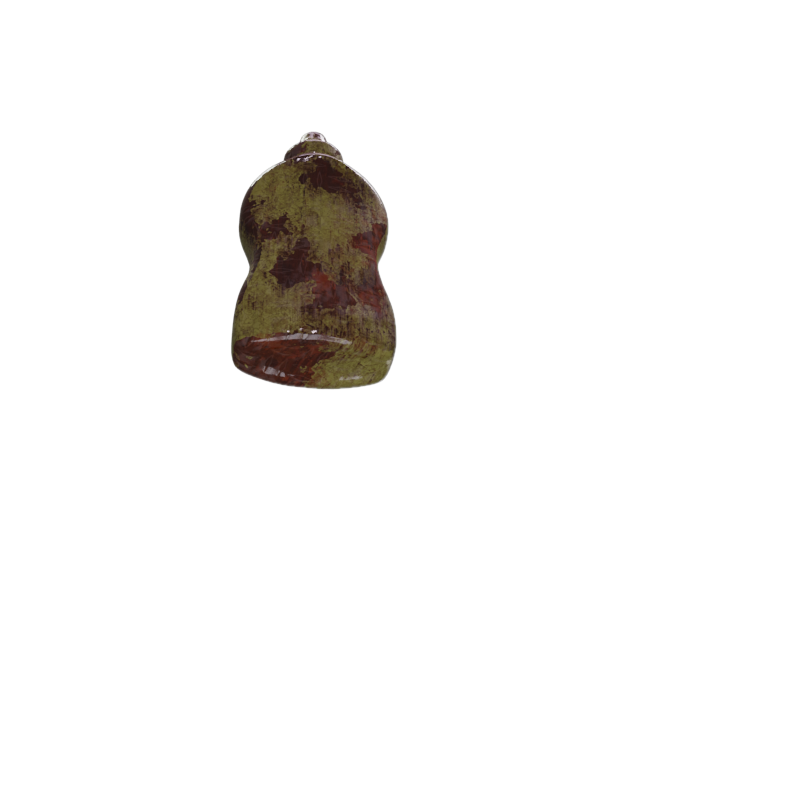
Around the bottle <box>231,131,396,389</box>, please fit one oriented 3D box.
[{"bbox_3d":[-0.055,-0.100,0.706,0.095,0.206,0.055,3,-39,-7],"label":"bottle"}]
